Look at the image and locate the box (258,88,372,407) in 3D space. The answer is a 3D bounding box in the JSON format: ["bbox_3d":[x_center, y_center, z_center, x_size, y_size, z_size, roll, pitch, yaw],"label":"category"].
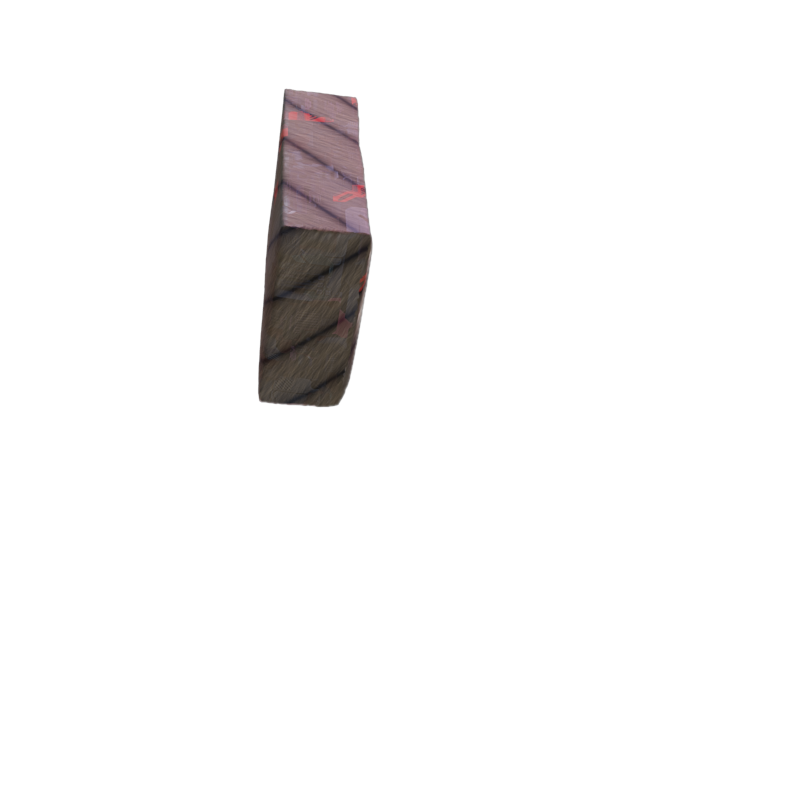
[{"bbox_3d":[-0.069,-0.126,0.882,0.071,0.155,0.229,5,38,-8],"label":"box"}]
